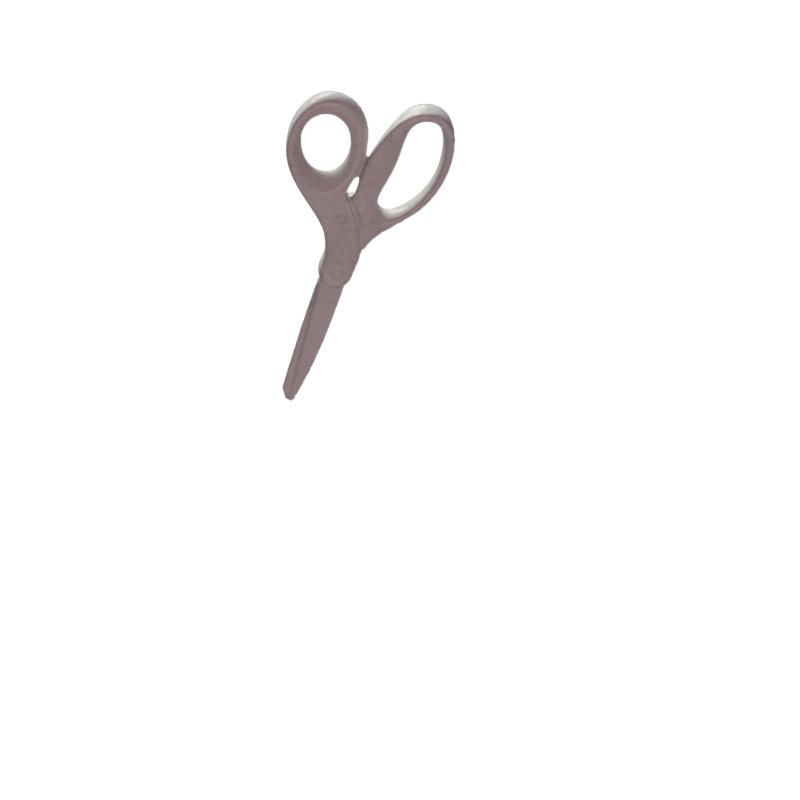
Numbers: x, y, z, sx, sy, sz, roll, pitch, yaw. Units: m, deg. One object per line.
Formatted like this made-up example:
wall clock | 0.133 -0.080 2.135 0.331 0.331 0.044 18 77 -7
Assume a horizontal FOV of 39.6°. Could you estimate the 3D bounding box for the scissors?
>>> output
scissors | -0.048 -0.087 0.609 0.093 0.197 0.017 30 28 -18
